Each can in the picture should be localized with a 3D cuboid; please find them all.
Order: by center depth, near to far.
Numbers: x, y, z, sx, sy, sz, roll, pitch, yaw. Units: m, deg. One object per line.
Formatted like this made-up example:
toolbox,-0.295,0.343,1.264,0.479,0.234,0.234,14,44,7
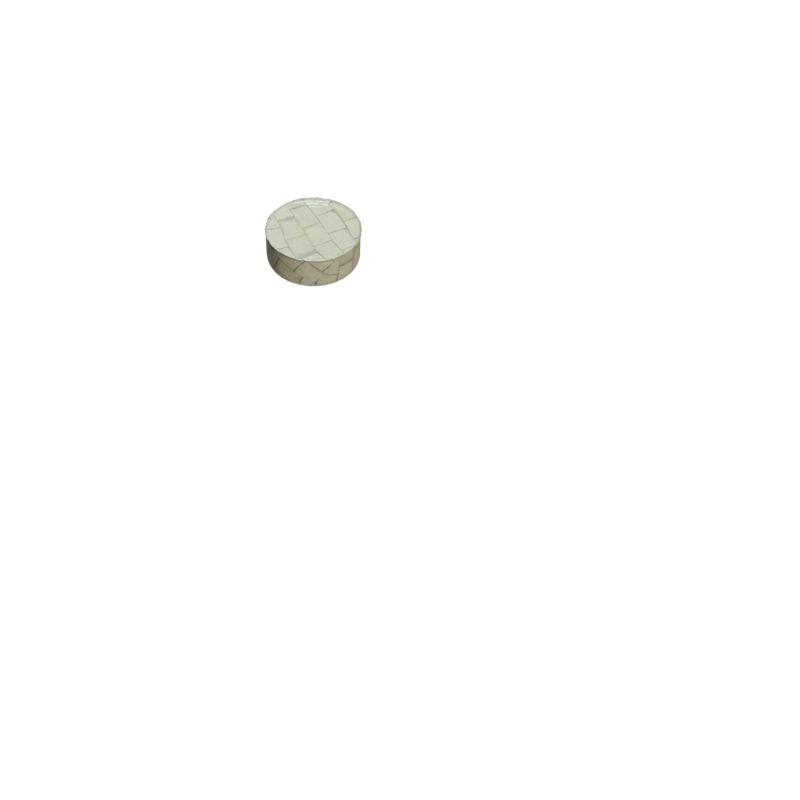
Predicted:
can,-0.077,-0.141,0.990,0.086,0.092,0.031,-1,-44,-1
